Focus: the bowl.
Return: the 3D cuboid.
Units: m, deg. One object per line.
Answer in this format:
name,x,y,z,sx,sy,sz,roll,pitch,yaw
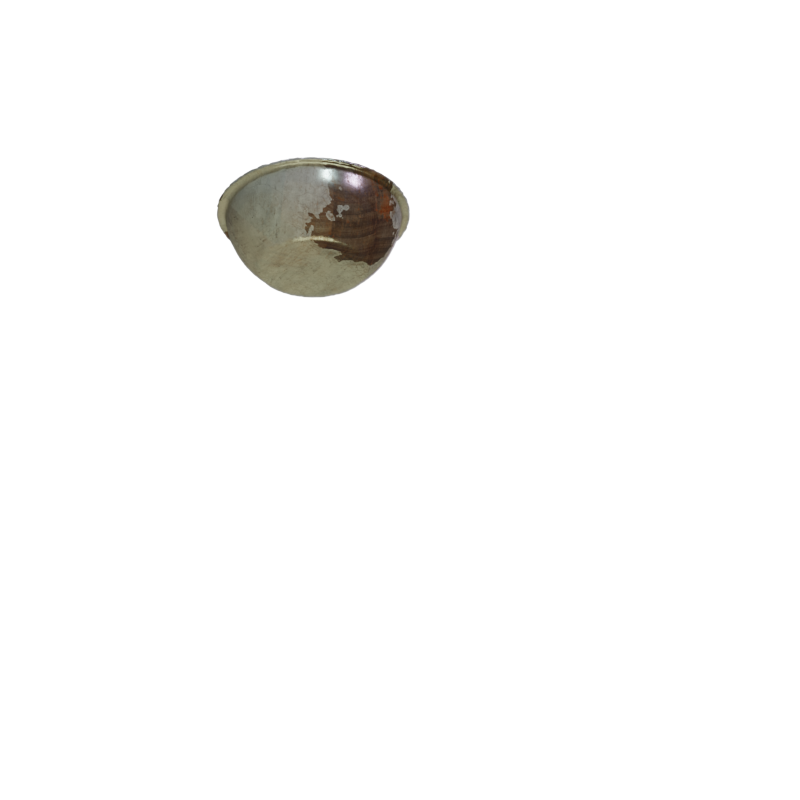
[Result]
bowl,-0.071,-0.130,0.913,0.162,0.059,0.152,1,-28,-2
